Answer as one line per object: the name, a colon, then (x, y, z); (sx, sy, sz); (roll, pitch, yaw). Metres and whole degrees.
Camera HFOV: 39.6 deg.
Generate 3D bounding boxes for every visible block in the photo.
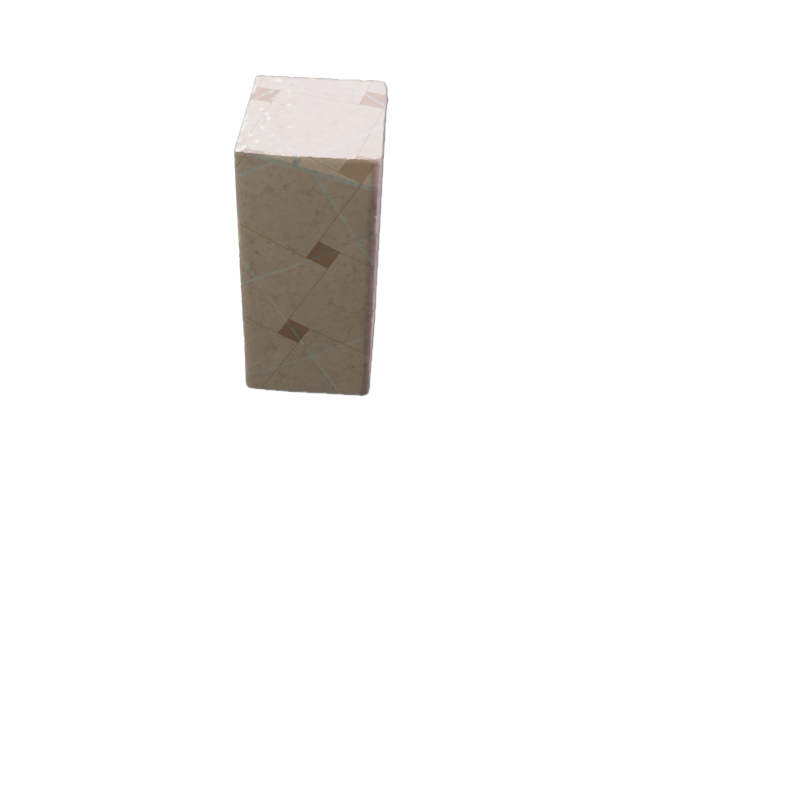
block: (-0.058, -0.108, 0.755); (0.090, 0.192, 0.097); (4, 43, 1)
